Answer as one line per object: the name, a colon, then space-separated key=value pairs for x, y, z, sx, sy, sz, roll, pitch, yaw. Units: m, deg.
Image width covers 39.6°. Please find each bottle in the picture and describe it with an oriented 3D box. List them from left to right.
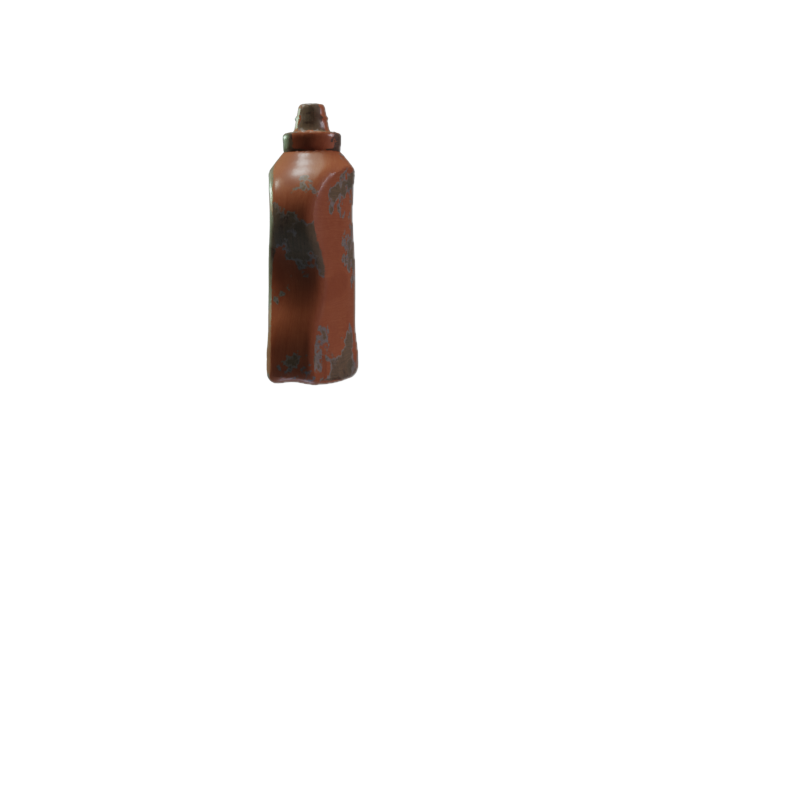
bottle: x=-0.061 y=-0.111 z=0.774 sx=0.060 sy=0.191 sz=0.094 roll=0 pitch=1 yaw=18
